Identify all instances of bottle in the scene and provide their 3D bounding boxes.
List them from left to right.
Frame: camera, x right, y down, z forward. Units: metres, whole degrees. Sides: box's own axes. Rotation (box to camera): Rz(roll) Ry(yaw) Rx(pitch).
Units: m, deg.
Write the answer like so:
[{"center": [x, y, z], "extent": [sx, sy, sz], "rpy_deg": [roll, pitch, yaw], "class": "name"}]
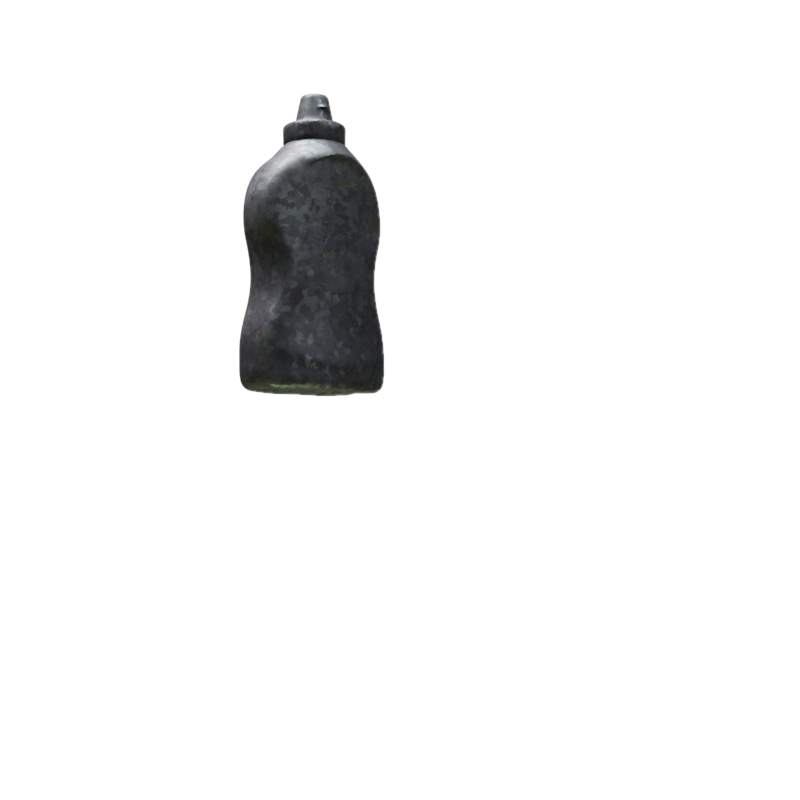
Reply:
[{"center": [-0.055, -0.101, 0.705], "extent": [0.092, 0.197, 0.060], "rpy_deg": [7, -13, -38], "class": "bottle"}]
